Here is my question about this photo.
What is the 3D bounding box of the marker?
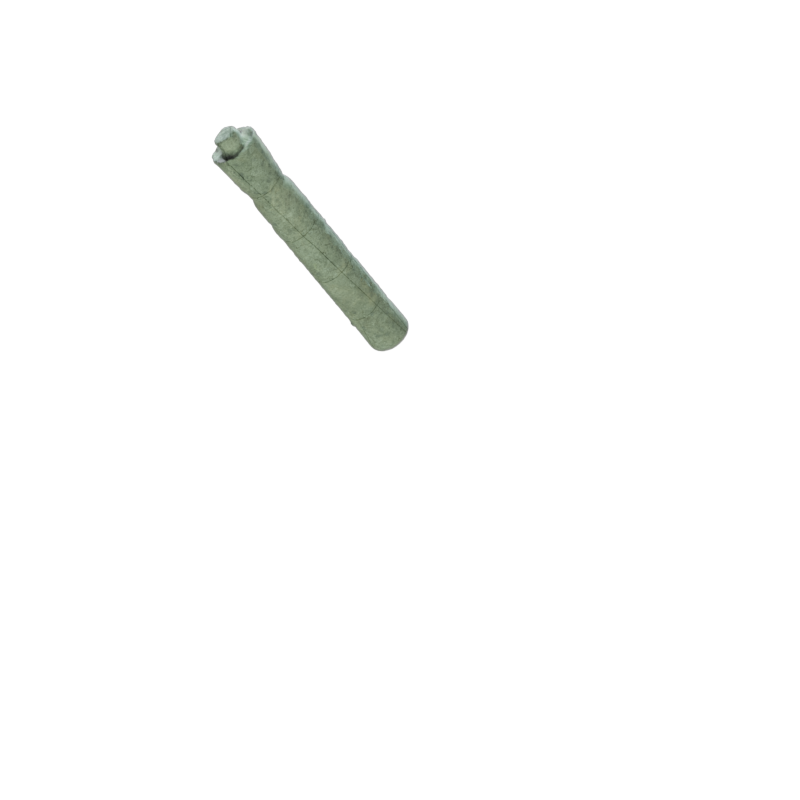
[{"bbox_3d":[-0.034,-0.061,0.430,0.021,0.020,0.112,3,-35,43],"label":"marker"}]
